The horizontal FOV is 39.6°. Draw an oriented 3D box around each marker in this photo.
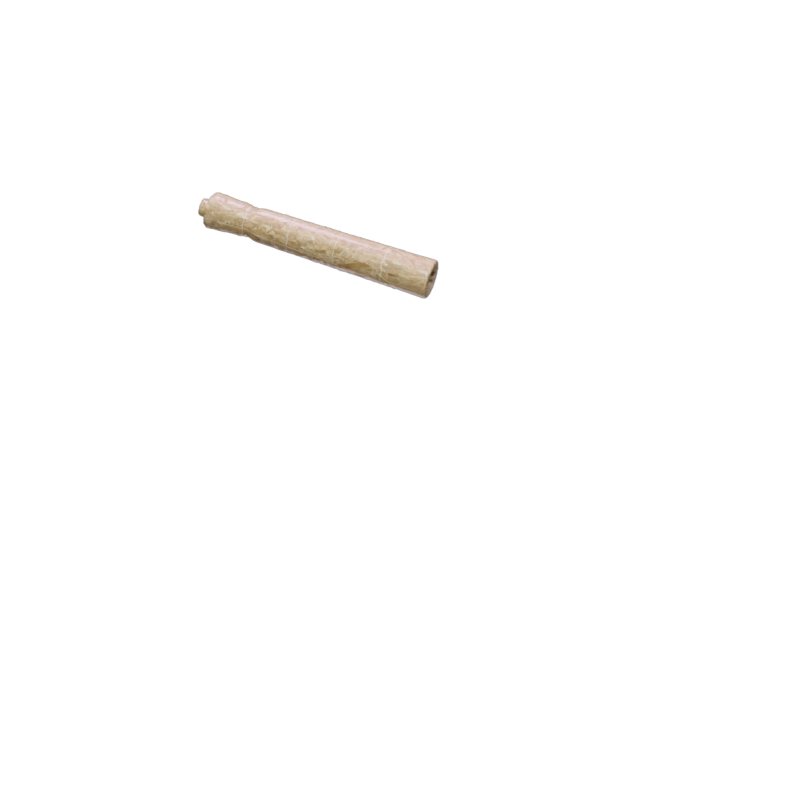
[{"bbox_3d":[-0.041,-0.076,0.529,0.125,0.019,0.019,20,9,17],"label":"marker"}]
